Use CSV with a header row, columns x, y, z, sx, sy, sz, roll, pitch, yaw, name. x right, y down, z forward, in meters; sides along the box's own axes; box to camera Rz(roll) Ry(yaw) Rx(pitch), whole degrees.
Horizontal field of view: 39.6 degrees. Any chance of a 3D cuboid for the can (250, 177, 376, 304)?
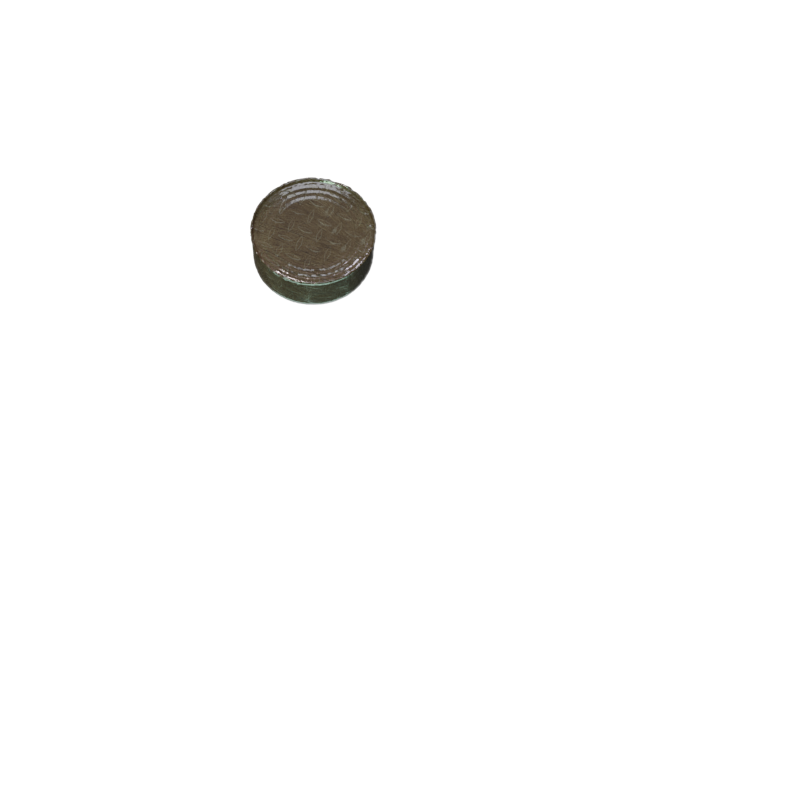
x,y,z,sx,sy,sz,roll,pitch,yaw,name
-0.060,-0.109,0.766,0.086,0.091,0.031,-1,-30,-1,can
